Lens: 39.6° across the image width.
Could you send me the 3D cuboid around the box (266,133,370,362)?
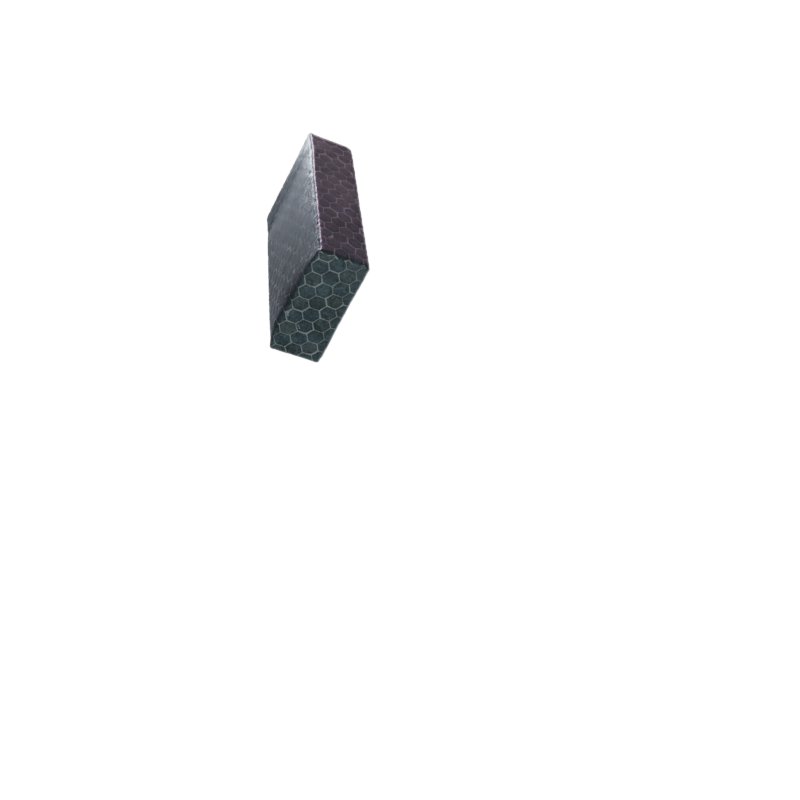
[{"bbox_3d":[-0.066,-0.121,0.845,0.046,0.090,0.189,20,33,-18],"label":"box"}]
